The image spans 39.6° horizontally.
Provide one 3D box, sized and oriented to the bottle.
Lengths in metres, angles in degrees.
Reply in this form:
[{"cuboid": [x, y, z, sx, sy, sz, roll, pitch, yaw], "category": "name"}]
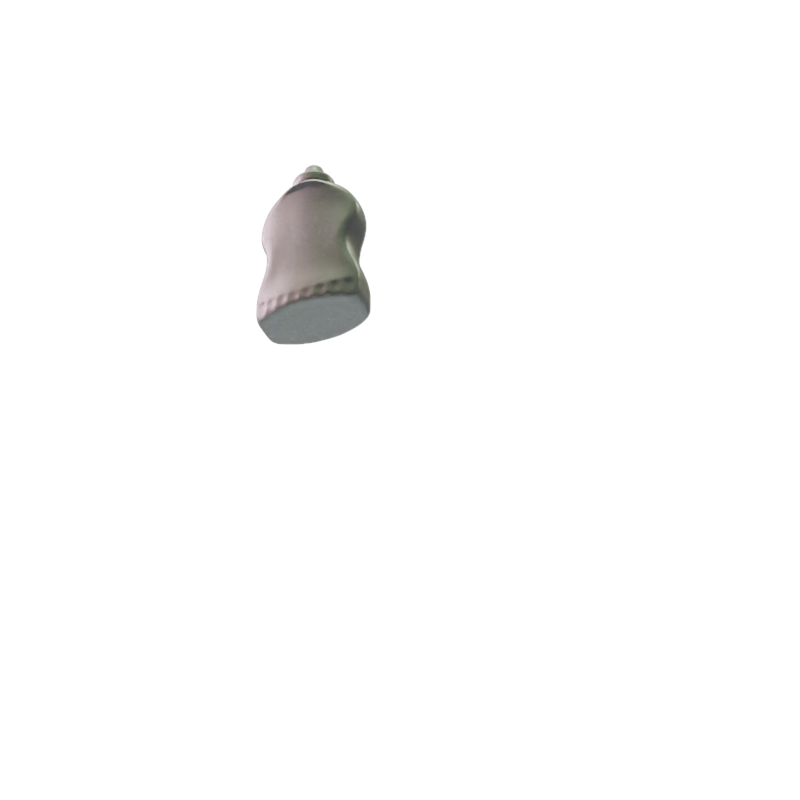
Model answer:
[{"cuboid": [-0.078, -0.142, 0.999, 0.097, 0.206, 0.054, -17, -42, 16], "category": "bottle"}]
